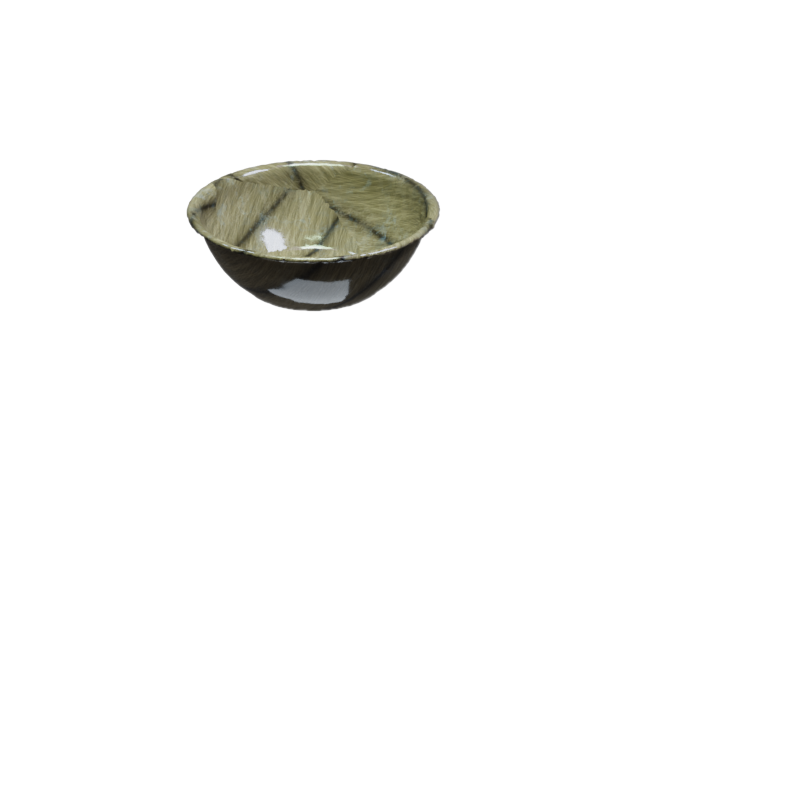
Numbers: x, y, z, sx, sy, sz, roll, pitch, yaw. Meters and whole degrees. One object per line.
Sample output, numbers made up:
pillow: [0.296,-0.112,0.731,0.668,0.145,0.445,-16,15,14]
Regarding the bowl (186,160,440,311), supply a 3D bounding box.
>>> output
bowl: [-0.056,-0.103,0.721,0.162,0.052,0.172,-1,31,-2]
